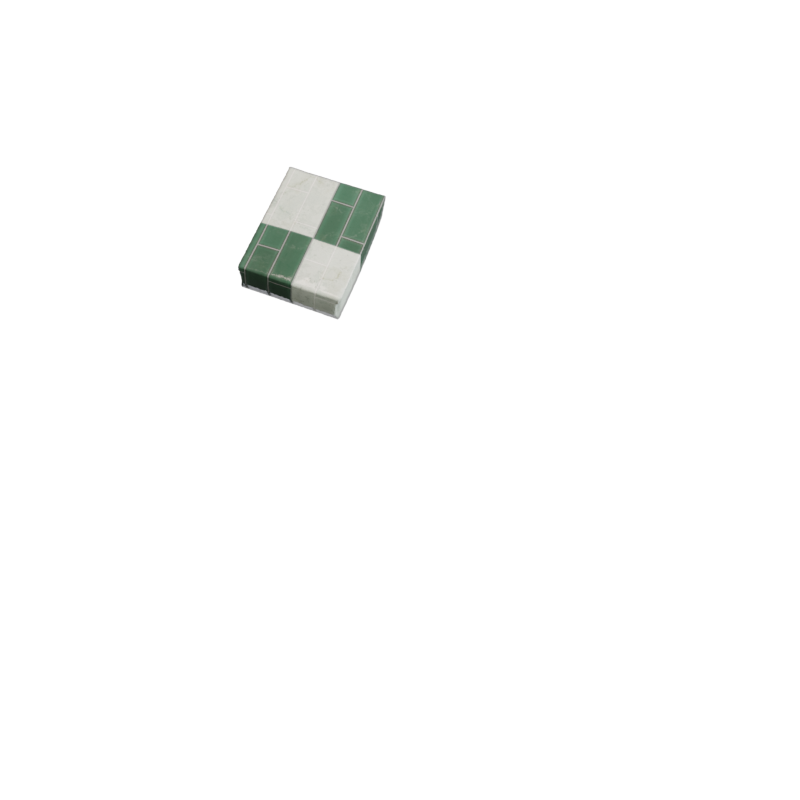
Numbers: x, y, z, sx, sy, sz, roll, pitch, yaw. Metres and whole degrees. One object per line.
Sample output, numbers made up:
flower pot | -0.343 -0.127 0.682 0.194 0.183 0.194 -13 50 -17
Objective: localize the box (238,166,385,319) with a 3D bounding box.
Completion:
box | -0.073 -0.133 0.931 0.092 0.118 0.036 18 -30 10
